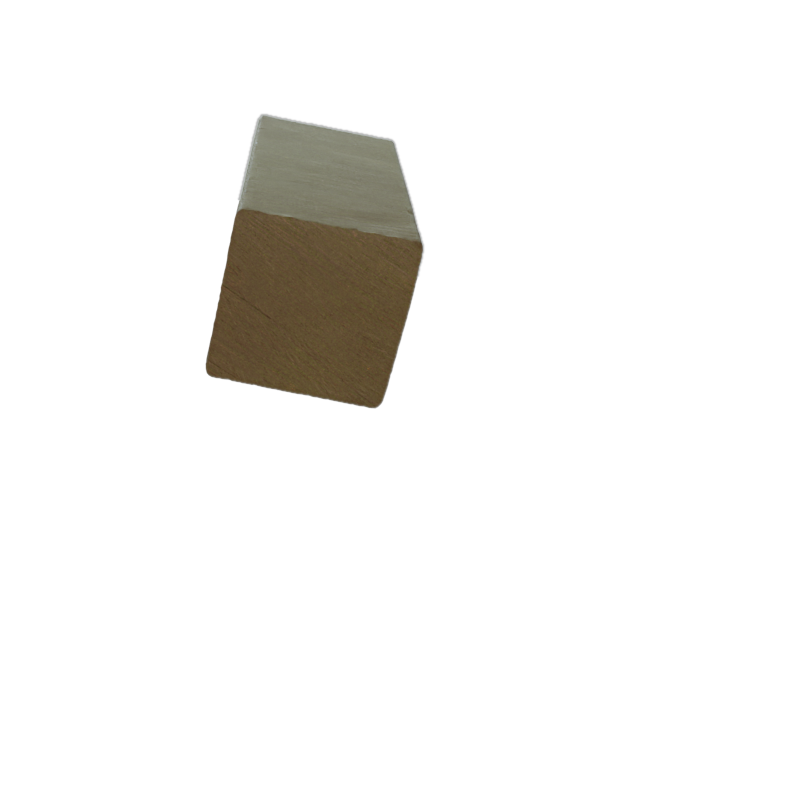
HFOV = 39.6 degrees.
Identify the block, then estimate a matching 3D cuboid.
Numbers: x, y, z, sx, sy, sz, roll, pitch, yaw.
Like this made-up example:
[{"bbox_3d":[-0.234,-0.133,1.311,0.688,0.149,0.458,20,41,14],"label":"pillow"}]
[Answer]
[{"bbox_3d":[-0.048,-0.088,0.621,0.090,0.087,0.217,11,24,-9],"label":"block"}]
